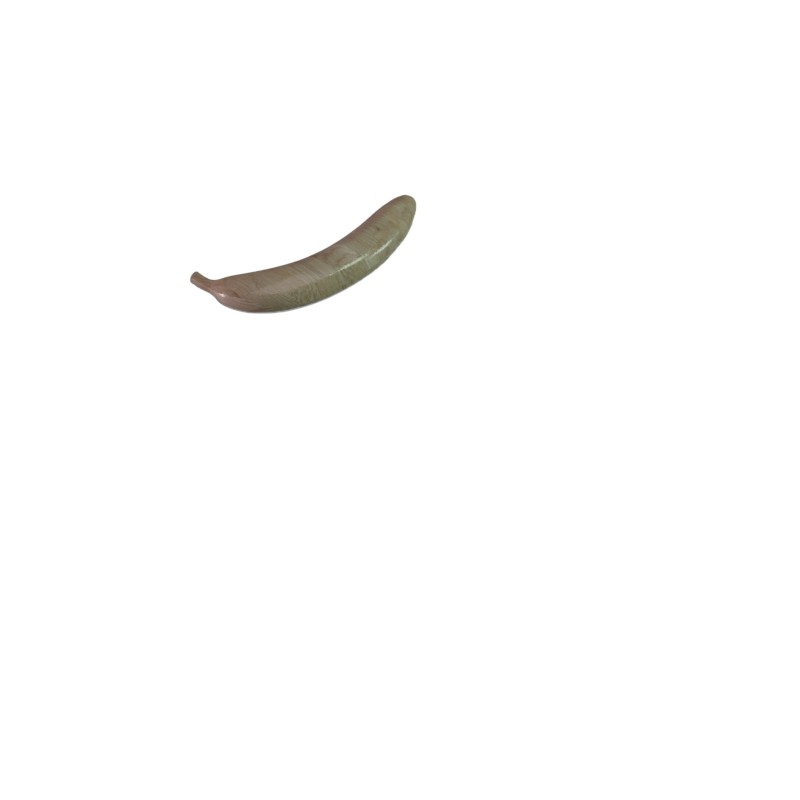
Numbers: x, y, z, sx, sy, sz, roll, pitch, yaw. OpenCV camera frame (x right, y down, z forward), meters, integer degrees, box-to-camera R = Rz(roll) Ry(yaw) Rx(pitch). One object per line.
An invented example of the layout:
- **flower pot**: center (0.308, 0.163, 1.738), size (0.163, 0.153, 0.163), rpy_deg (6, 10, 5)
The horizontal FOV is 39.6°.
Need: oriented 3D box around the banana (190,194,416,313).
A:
- **banana**: center (-0.066, -0.111, 0.886), size (0.197, 0.075, 0.034), rpy_deg (-21, -29, -13)
